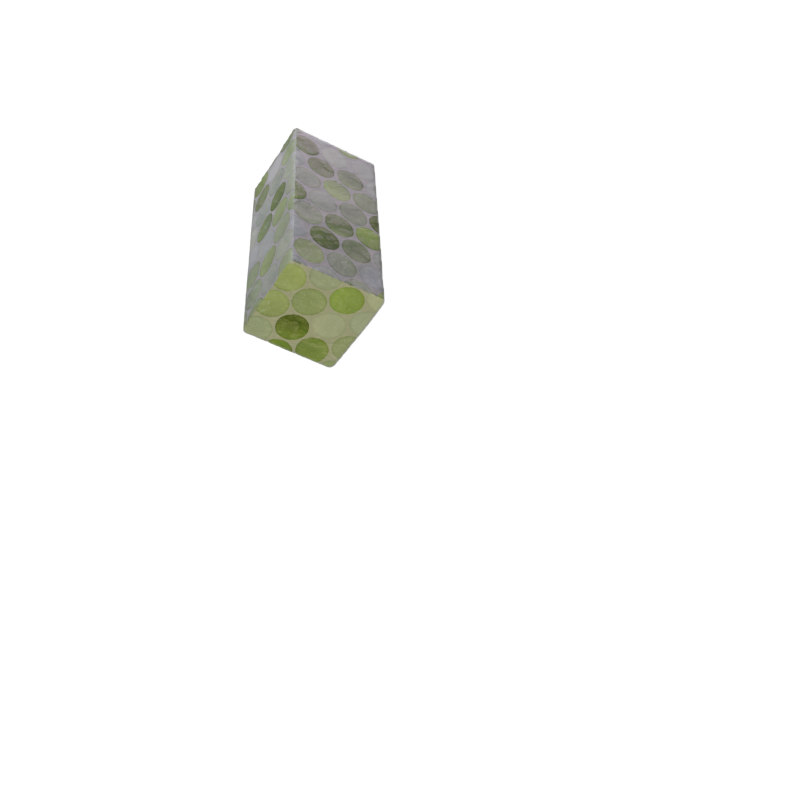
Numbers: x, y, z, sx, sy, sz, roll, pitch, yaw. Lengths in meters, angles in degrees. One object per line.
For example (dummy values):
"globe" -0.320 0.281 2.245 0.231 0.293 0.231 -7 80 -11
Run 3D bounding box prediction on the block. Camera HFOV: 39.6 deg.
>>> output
"block" -0.078 -0.142 0.996 0.087 0.221 0.087 23 -54 -22
